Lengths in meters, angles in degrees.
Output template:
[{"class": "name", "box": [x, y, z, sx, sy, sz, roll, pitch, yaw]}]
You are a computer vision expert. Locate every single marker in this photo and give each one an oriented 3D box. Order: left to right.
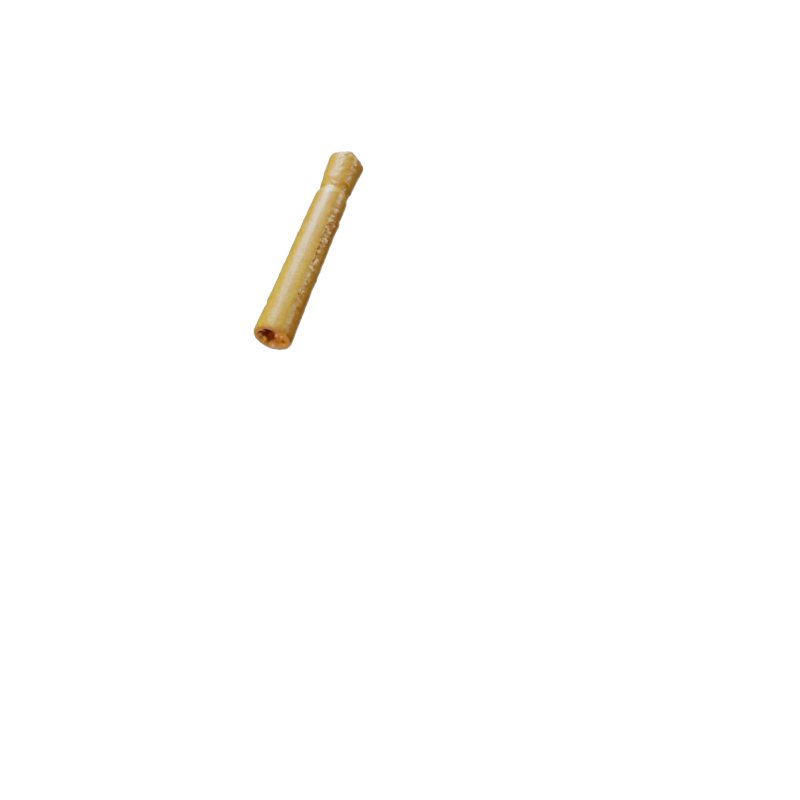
[{"class": "marker", "box": [-0.043, -0.078, 0.546, 0.020, 0.127, 0.018, 13, -35, 7]}]
